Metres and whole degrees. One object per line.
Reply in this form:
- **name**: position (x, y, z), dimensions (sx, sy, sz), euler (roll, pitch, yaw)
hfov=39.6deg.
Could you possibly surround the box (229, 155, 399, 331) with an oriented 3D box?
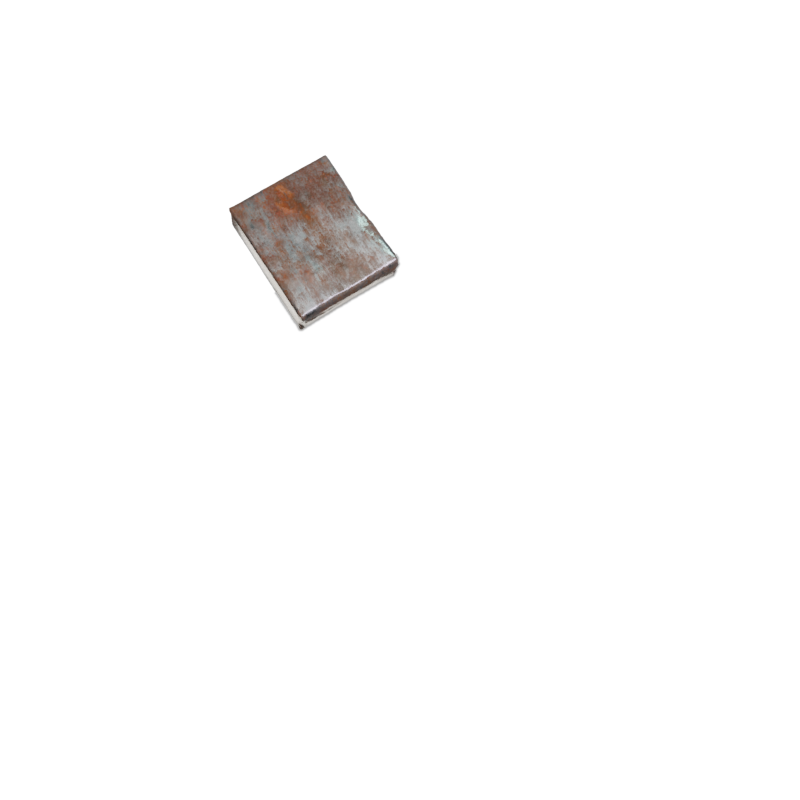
- **box**: position (-0.055, -0.101, 0.705), dimensions (0.073, 0.093, 0.029), euler (-31, -17, -11)
